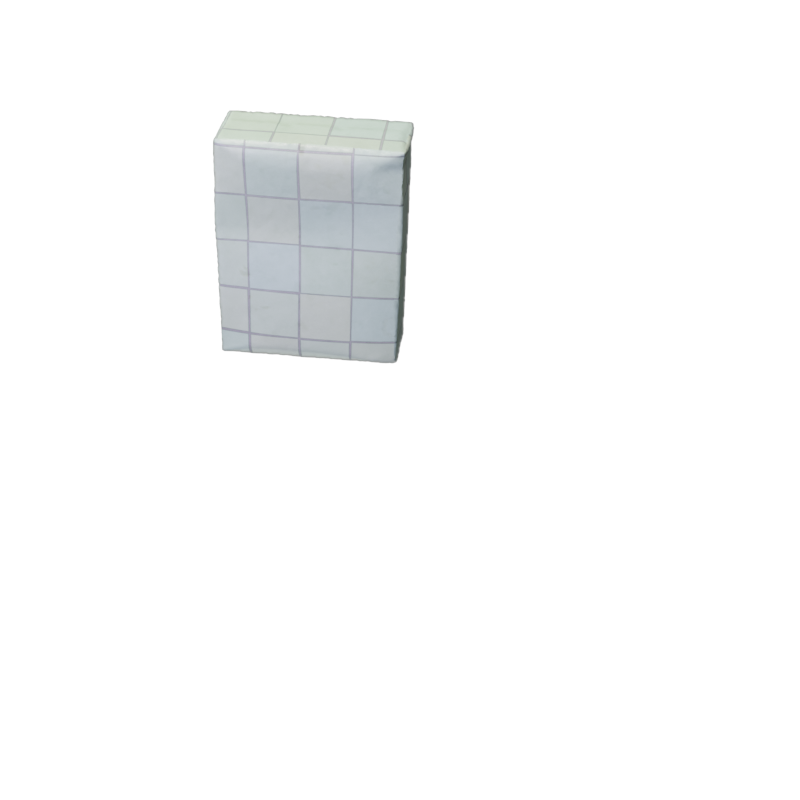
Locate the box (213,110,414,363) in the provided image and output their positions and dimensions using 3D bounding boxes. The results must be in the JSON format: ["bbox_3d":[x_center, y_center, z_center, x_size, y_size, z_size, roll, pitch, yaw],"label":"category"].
[{"bbox_3d":[-0.076,-0.139,0.975,0.166,0.201,0.076,6,32,6],"label":"box"}]
